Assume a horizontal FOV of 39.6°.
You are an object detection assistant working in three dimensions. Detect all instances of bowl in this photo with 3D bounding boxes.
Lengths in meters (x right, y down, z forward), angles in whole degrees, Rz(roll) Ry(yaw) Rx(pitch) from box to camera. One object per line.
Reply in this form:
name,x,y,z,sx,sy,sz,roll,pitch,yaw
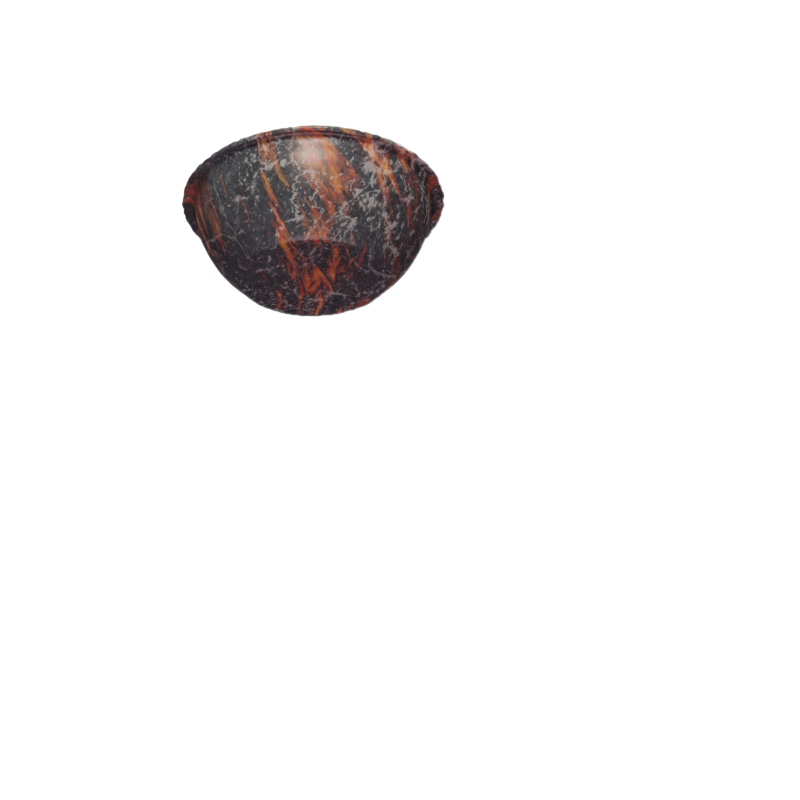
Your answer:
bowl,-0.053,-0.096,0.675,0.162,0.059,0.152,1,-27,-2
